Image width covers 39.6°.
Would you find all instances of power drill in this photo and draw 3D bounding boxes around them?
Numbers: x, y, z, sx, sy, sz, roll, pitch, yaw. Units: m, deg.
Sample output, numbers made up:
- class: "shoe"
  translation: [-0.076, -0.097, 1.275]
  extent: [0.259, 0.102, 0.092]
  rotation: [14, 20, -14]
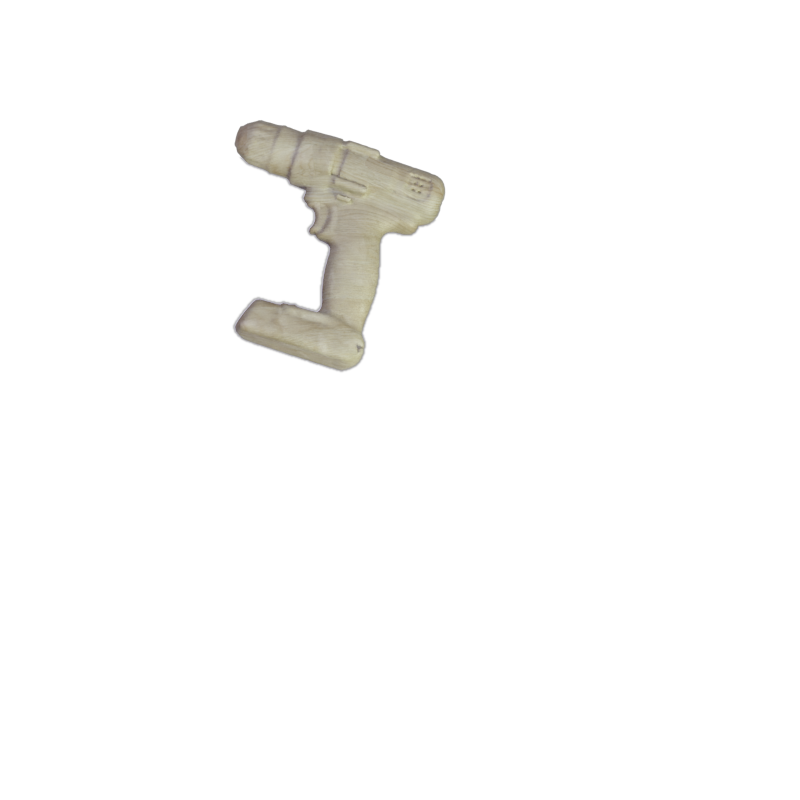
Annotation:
- class: "power drill"
  translation: [-0.072, -0.132, 0.922]
  extent: [0.186, 0.193, 0.055]
  rotation: [18, -14, 4]
